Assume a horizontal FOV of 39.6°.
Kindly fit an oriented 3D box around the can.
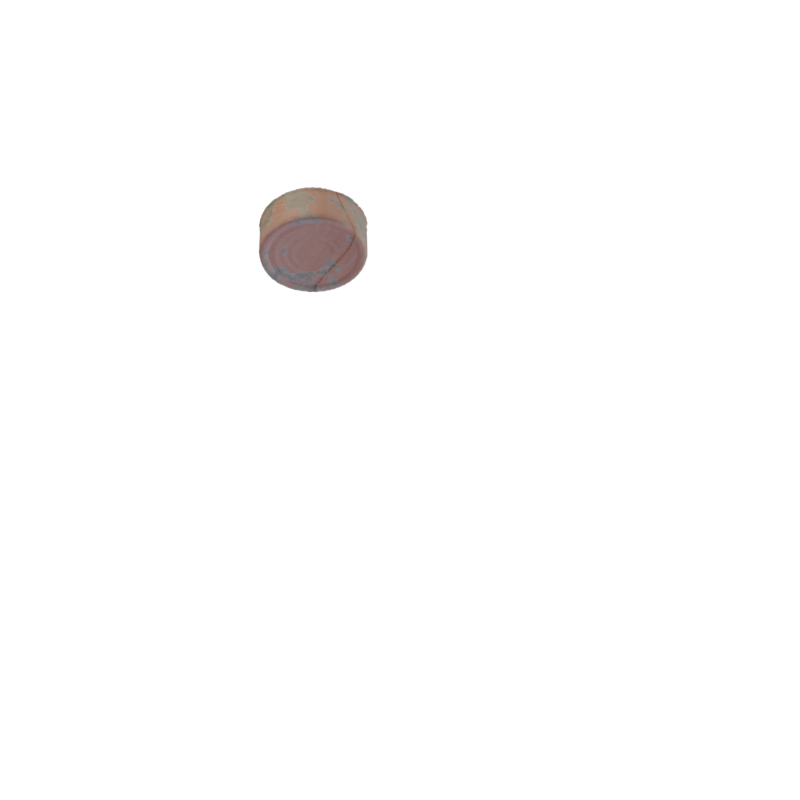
[{"bbox_3d":[-0.068,-0.124,0.866,0.086,0.036,0.080,1,-41,-1],"label":"can"}]
